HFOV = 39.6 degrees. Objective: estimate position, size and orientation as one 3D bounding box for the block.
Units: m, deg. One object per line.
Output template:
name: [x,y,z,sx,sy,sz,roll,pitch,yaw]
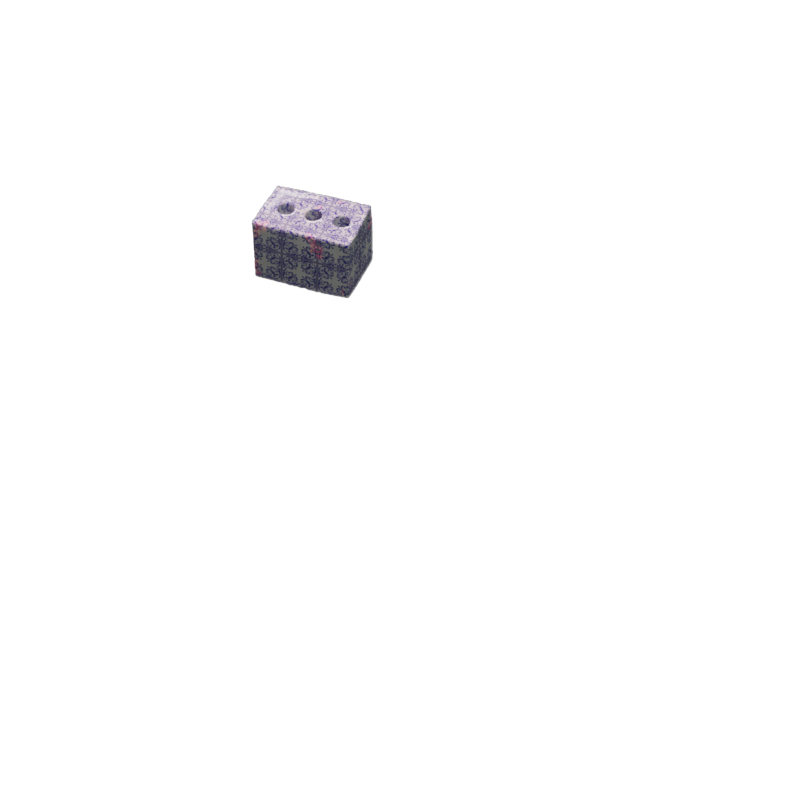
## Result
block: [-0.064,-0.117,0.823,0.080,0.048,0.055,14,43,14]
